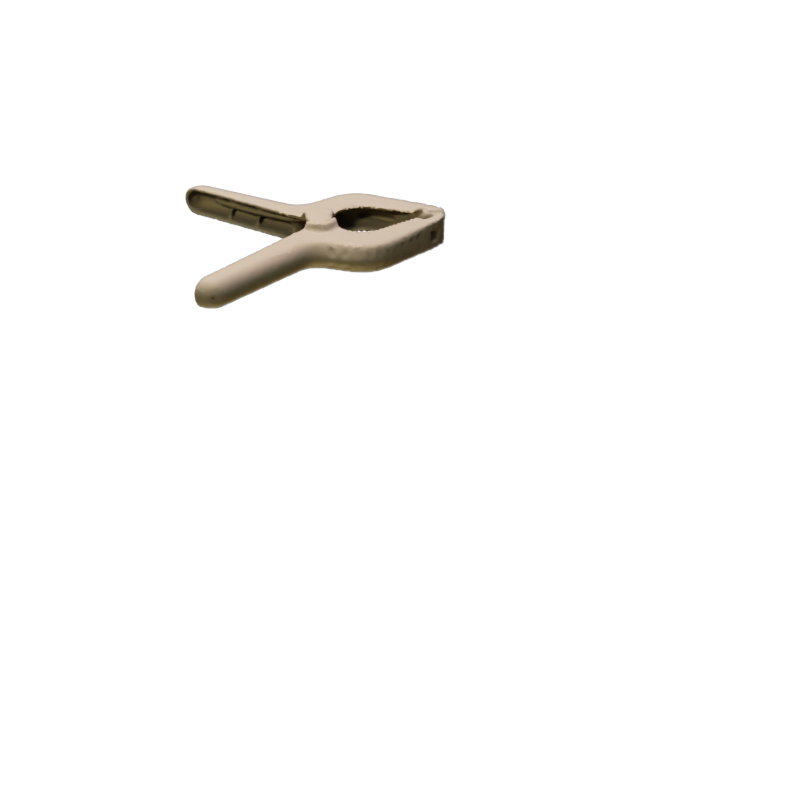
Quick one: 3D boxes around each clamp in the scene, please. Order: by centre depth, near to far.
[{"bbox_3d":[-0.068,-0.123,0.863,0.209,0.034,0.176,-2,37,-2],"label":"clamp"}]
